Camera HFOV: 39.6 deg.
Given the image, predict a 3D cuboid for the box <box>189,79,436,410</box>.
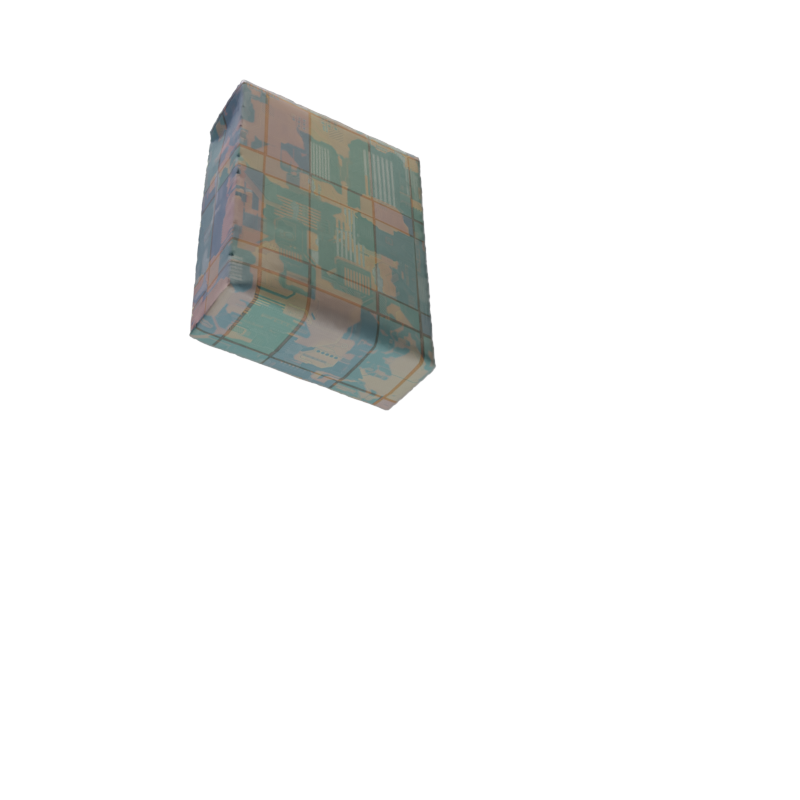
[{"bbox_3d":[-0.064,-0.117,0.817,0.157,0.229,0.070,19,-45,-24],"label":"box"}]
